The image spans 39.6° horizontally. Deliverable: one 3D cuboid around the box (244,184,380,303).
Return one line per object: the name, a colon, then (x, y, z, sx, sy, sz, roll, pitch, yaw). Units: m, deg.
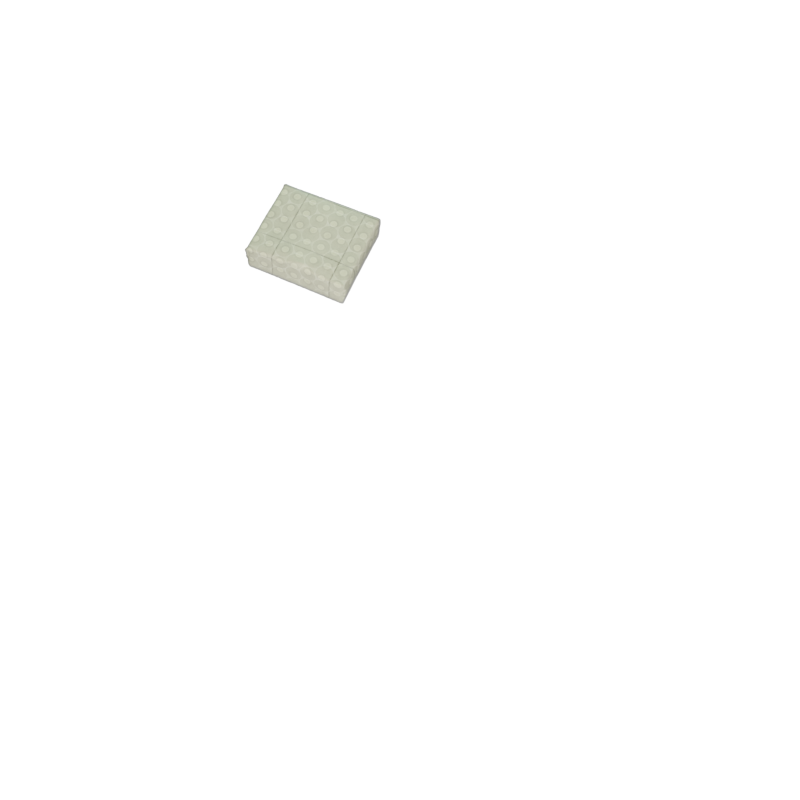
box: (-0.071, -0.129, 0.904, 0.092, 0.076, 0.028, 22, -29, 12)
